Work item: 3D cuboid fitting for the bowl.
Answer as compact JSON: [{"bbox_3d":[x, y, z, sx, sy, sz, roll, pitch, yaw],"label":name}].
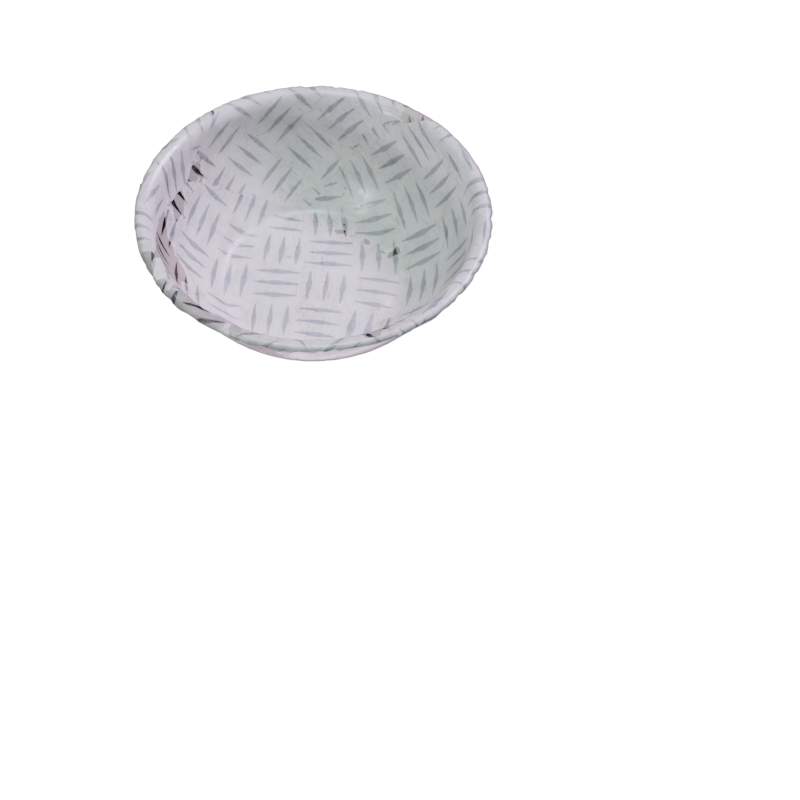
[{"bbox_3d":[-0.041,-0.074,0.521,0.162,0.174,0.051,-1,-38,-1],"label":"bowl"}]
